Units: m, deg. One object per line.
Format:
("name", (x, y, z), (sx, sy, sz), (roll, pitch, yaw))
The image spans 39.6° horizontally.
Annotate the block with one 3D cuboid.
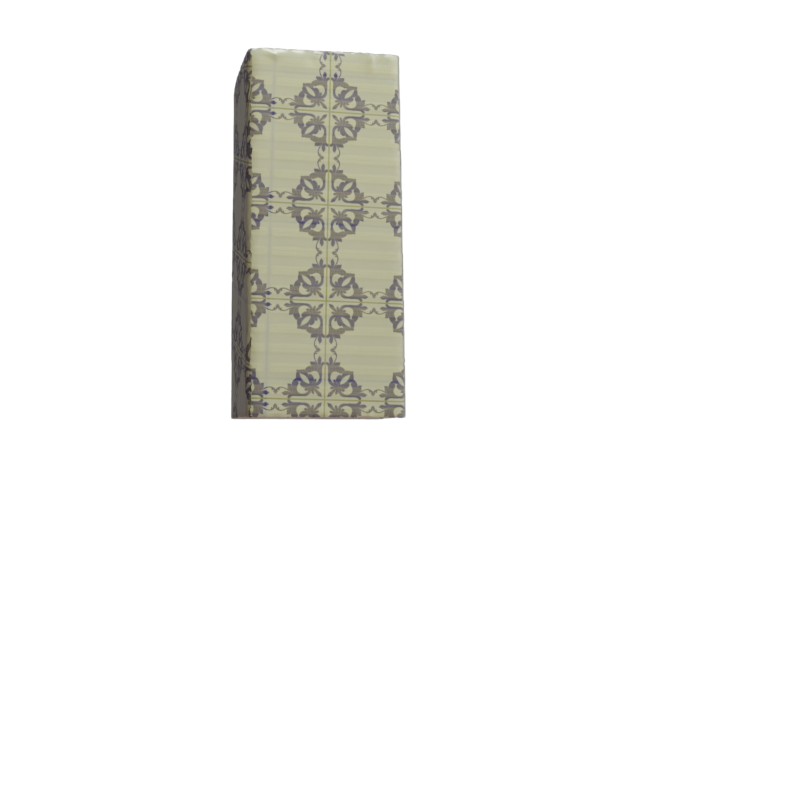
("block", (-0.051, -0.093, 0.654), (0.089, 0.211, 0.090), (1, -8, -12))
